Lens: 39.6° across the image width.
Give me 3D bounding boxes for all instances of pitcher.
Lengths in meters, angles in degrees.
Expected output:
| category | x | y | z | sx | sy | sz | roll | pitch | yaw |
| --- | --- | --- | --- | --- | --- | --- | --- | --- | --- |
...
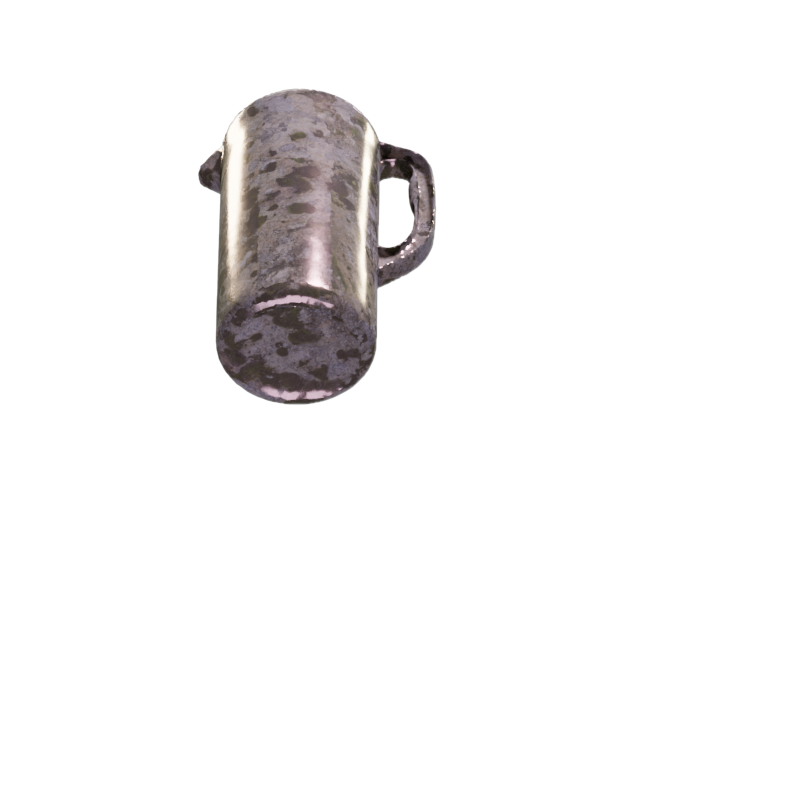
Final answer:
| category | x | y | z | sx | sy | sz | roll | pitch | yaw |
| --- | --- | --- | --- | --- | --- | --- | --- | --- | --- |
| pitcher | -0.065 | -0.118 | 0.825 | 0.137 | 0.261 | 0.147 | 35 | -58 | -29 |
